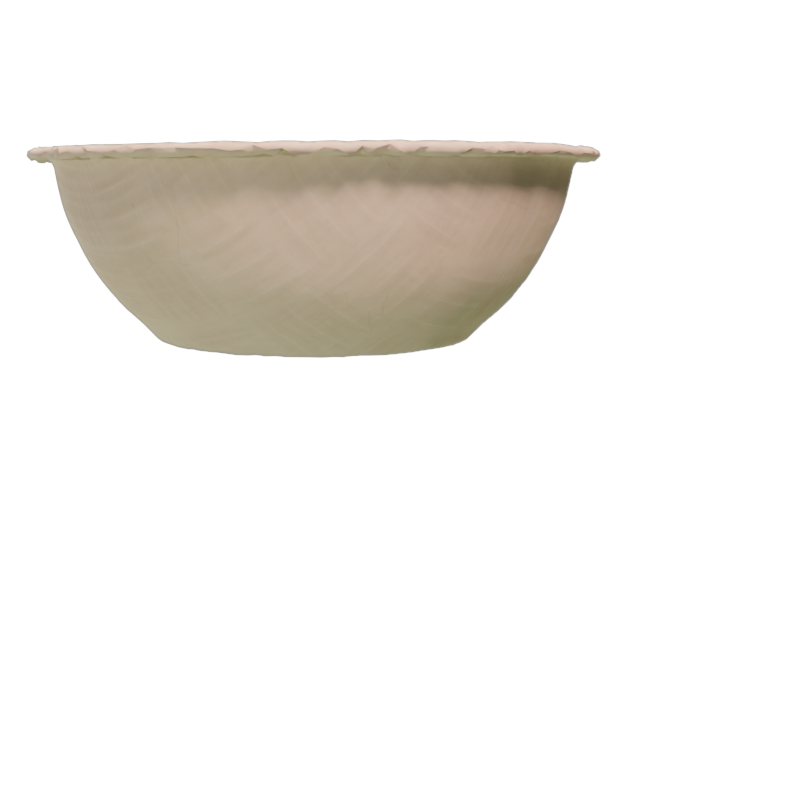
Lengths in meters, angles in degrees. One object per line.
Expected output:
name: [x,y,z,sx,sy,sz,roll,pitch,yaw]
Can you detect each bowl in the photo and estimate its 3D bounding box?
bowl: [-0.025,-0.046,0.323,0.162,0.054,0.165,0,10,-2]
